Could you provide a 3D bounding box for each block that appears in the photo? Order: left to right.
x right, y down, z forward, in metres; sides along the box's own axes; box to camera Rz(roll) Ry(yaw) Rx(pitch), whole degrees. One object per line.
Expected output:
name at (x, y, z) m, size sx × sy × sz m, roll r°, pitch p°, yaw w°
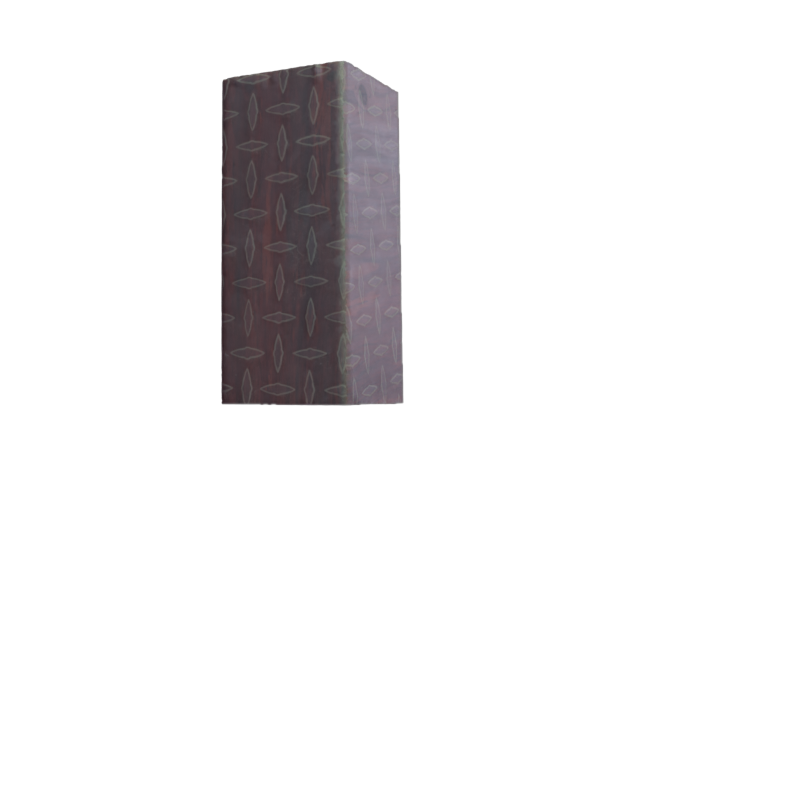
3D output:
block at (-0.056, -0.102, 0.711) m, size 0.093 × 0.210 × 0.086 m, roll -3°, pitch -7°, yaw 25°
